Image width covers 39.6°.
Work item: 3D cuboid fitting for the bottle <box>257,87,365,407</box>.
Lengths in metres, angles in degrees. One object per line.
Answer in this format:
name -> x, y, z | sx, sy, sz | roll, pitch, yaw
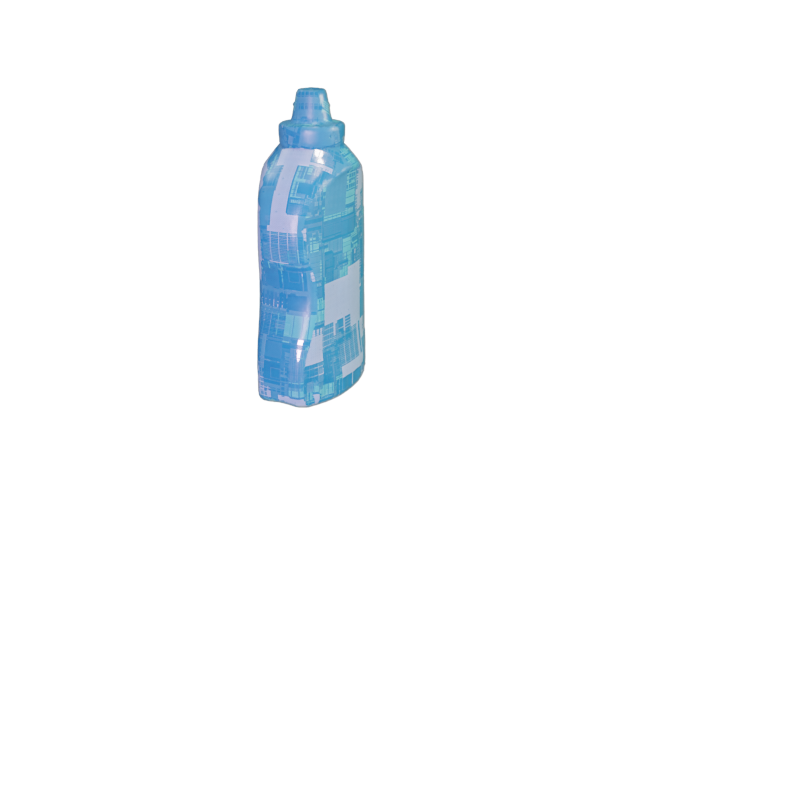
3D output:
bottle -> -0.055, -0.100, 0.697 | 0.061, 0.185, 0.096 | 8, 18, 24
